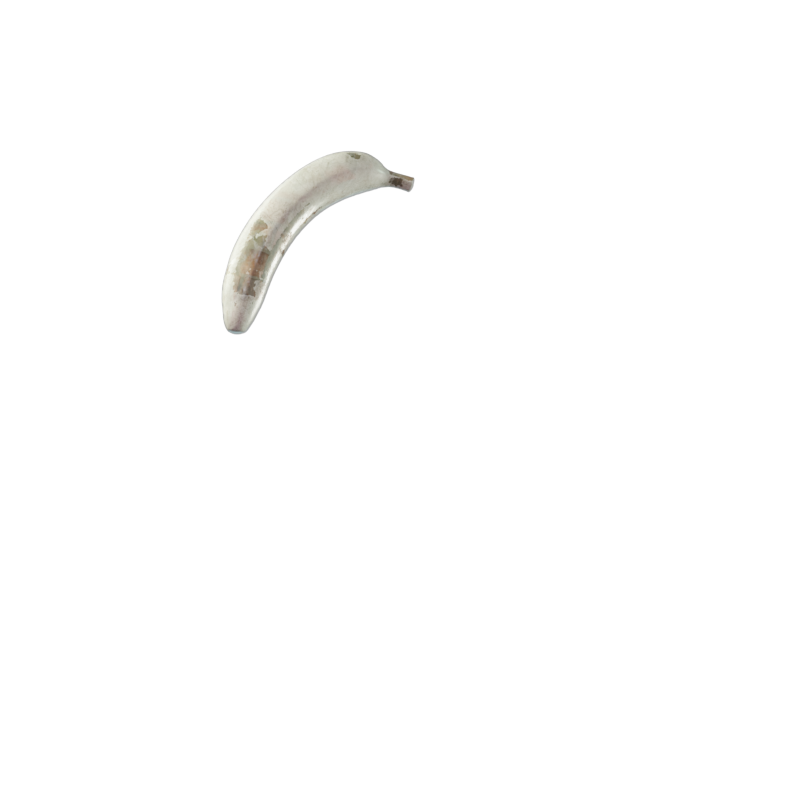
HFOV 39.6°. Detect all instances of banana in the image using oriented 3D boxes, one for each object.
[{"bbox_3d":[-0.076,-0.134,0.844,0.073,0.200,0.034,38,-23,18],"label":"banana"}]
